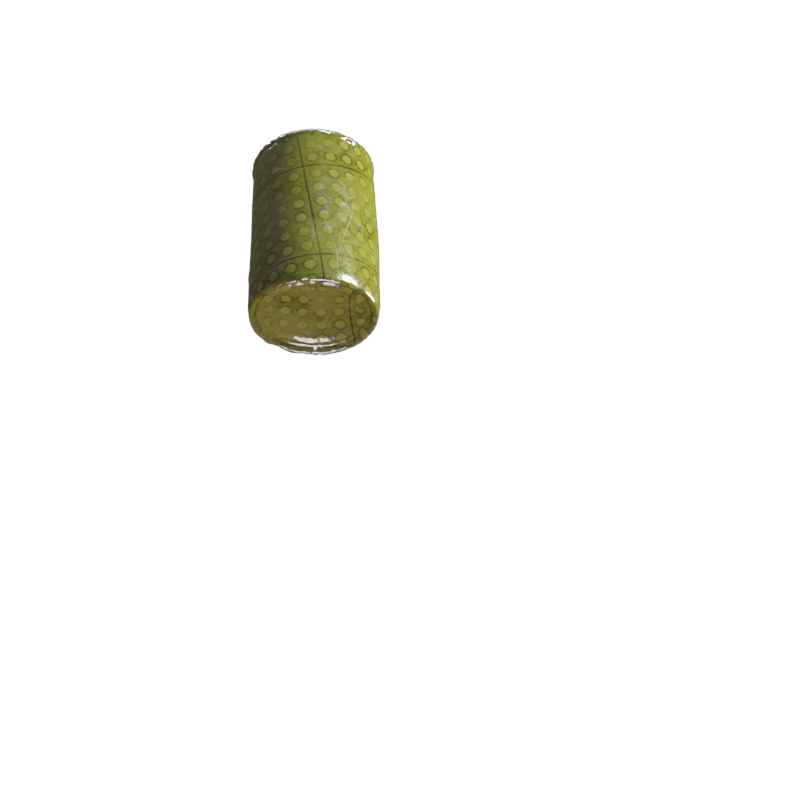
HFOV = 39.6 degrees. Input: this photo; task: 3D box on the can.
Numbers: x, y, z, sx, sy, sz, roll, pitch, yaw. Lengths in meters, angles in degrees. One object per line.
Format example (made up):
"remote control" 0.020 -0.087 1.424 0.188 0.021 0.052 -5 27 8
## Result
"can" -0.046 -0.084 0.586 0.068 0.110 0.064 -1 -37 -3
